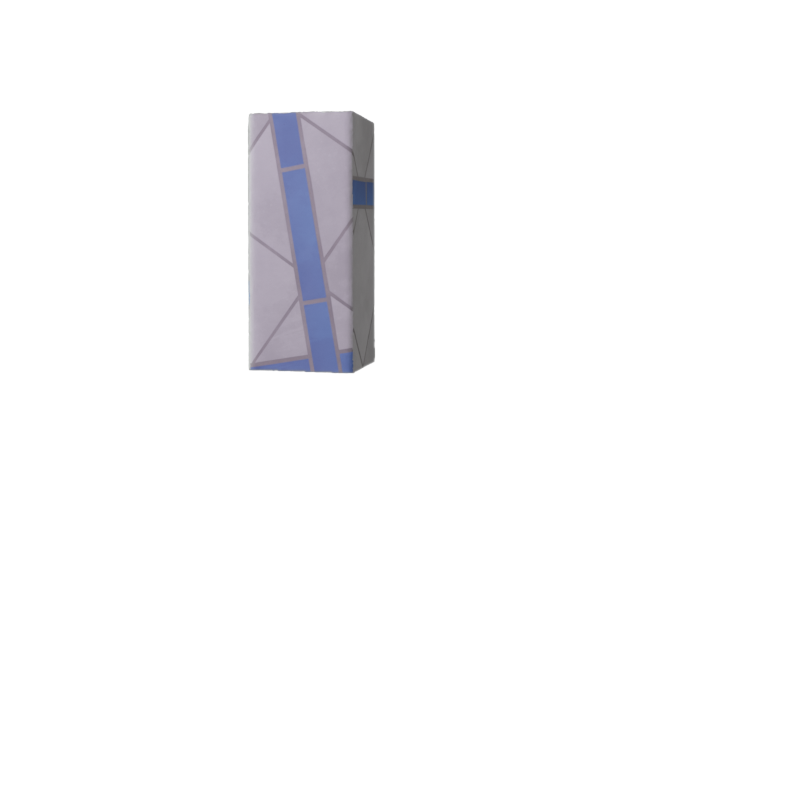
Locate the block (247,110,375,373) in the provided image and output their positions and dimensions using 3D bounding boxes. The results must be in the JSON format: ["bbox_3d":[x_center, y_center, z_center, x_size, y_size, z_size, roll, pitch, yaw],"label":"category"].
[{"bbox_3d":[-0.073,-0.132,0.921,0.092,0.206,0.089,0,1,11],"label":"block"}]
